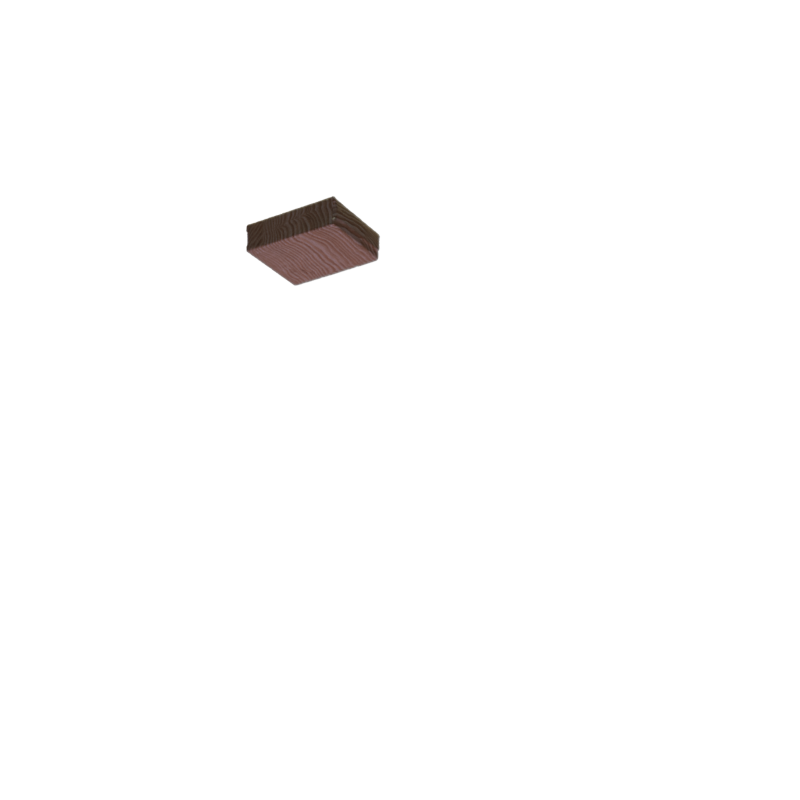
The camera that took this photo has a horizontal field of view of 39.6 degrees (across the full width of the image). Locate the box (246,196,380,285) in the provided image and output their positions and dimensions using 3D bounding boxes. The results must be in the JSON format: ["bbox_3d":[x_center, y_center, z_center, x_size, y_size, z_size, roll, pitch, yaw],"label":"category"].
[{"bbox_3d":[-0.073,-0.133,0.930,0.090,0.032,0.068,-14,-28,28],"label":"box"}]
